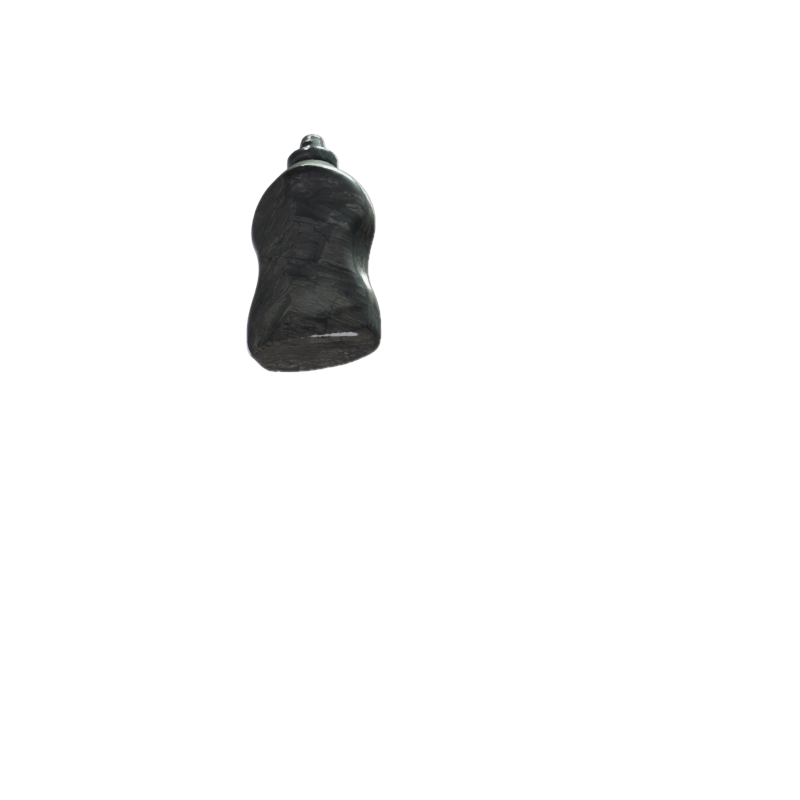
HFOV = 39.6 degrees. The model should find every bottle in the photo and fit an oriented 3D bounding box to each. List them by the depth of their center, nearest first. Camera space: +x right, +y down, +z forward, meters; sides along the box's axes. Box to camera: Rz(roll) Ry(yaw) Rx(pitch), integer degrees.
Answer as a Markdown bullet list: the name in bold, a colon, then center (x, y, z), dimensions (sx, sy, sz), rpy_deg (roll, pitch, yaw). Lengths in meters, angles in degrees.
- **bottle**: center (-0.066, -0.120, 0.840), dimensions (0.097, 0.204, 0.054), rpy_deg (-13, -31, 19)
